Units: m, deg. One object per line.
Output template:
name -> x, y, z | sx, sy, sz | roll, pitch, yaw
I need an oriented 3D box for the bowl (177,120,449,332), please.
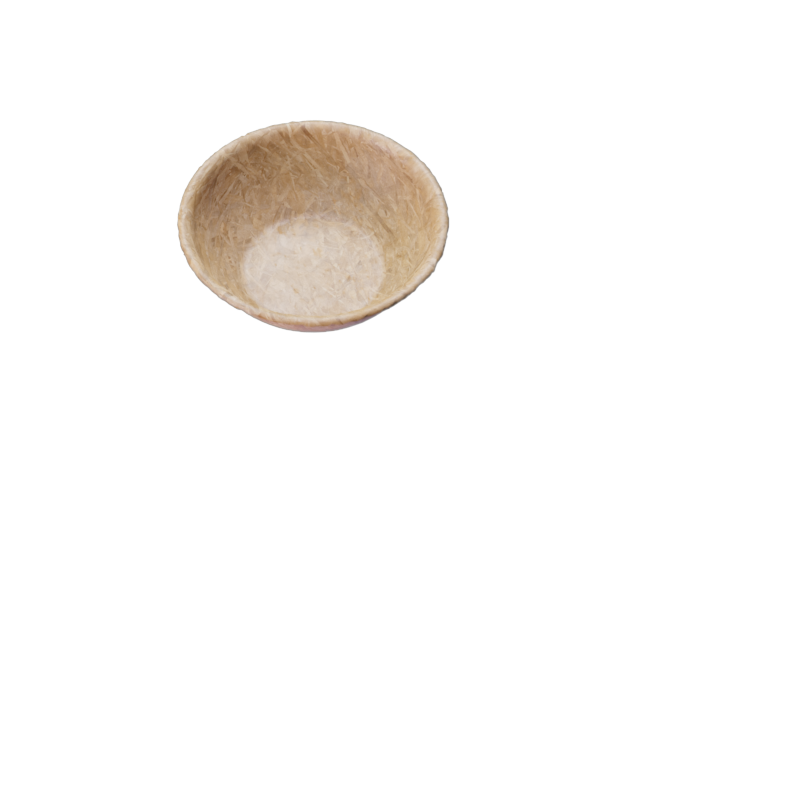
bowl -> -0.053, -0.097, 0.679 | 0.162, 0.174, 0.051 | -1, -36, -1
